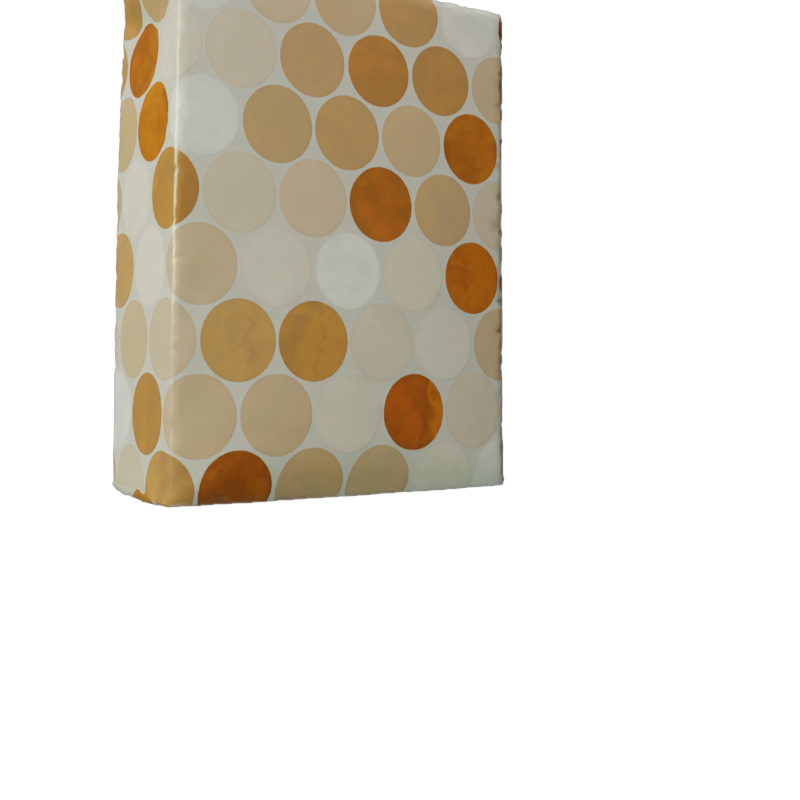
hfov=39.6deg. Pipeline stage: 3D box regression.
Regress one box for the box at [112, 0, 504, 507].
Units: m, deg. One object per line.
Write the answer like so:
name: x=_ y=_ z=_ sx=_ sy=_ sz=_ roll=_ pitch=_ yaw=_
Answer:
box: x=-0.038 y=-0.069 z=0.481 sx=0.158 sy=0.217 sz=0.074 roll=2 pitch=-6 yaw=-32
